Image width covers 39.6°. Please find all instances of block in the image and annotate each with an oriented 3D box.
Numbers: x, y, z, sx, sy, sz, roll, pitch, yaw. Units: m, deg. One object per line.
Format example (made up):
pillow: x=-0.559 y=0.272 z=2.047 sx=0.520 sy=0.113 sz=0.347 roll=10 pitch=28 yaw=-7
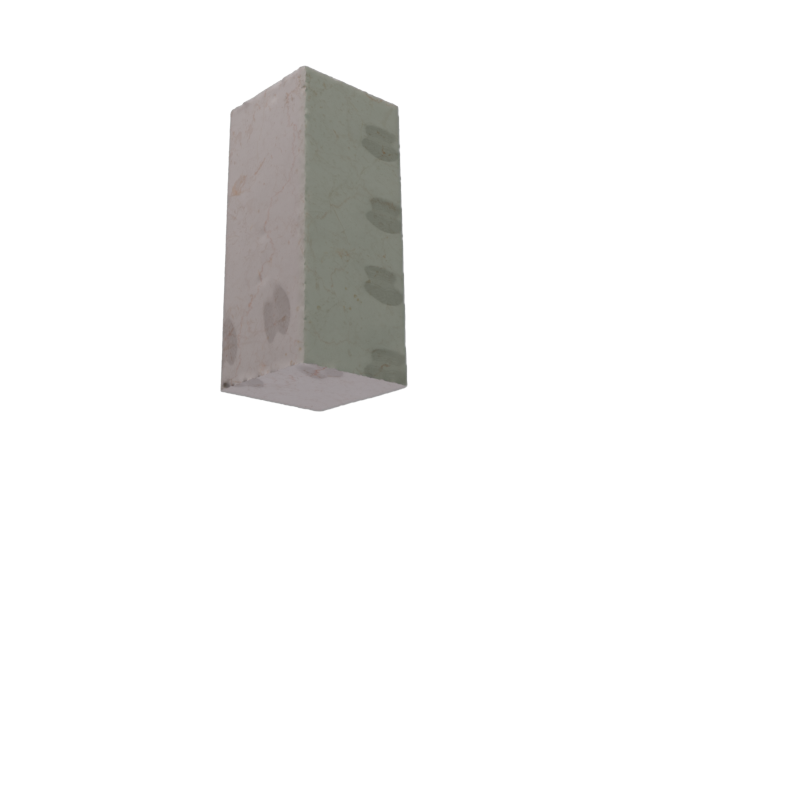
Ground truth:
block: x=-0.059 y=-0.107 z=0.754 sx=0.086 sy=0.216 sz=0.091 roll=17 pitch=-27 yaw=-39
